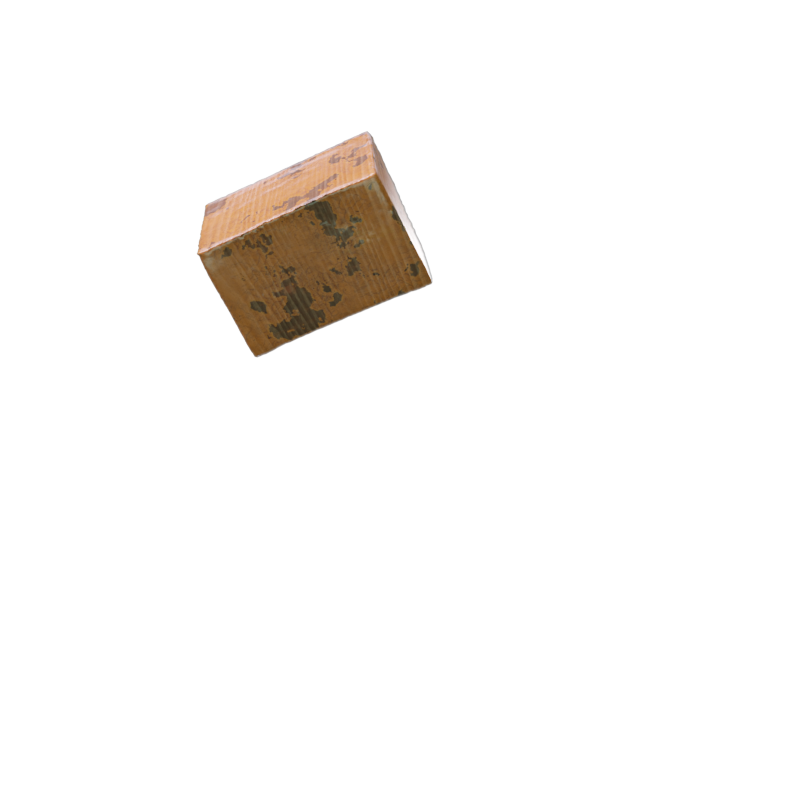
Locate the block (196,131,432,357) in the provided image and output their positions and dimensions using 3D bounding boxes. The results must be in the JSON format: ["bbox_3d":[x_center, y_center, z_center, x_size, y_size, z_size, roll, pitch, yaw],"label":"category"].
[{"bbox_3d":[-0.035,-0.063,0.443,0.078,0.050,0.054,-22,27,10],"label":"block"}]
